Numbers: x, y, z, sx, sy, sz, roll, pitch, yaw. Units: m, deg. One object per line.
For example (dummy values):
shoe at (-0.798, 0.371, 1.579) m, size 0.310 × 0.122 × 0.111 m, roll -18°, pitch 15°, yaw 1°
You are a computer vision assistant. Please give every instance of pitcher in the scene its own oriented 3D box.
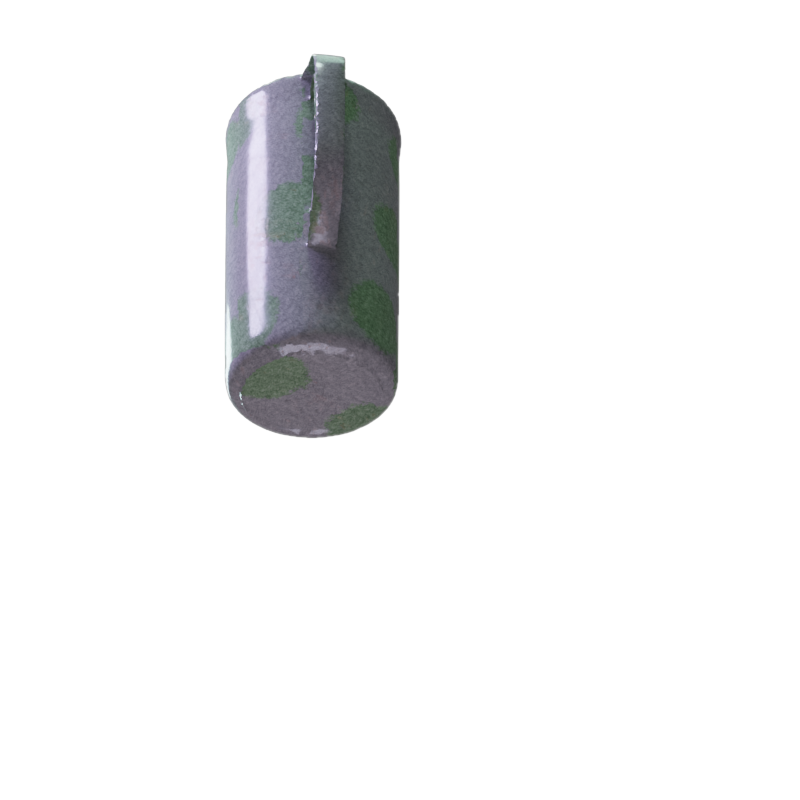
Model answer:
pitcher at (-0.059, -0.108, 0.756) m, size 0.145 × 0.261 × 0.138 m, roll -26°, pitch -45°, yaw 25°
